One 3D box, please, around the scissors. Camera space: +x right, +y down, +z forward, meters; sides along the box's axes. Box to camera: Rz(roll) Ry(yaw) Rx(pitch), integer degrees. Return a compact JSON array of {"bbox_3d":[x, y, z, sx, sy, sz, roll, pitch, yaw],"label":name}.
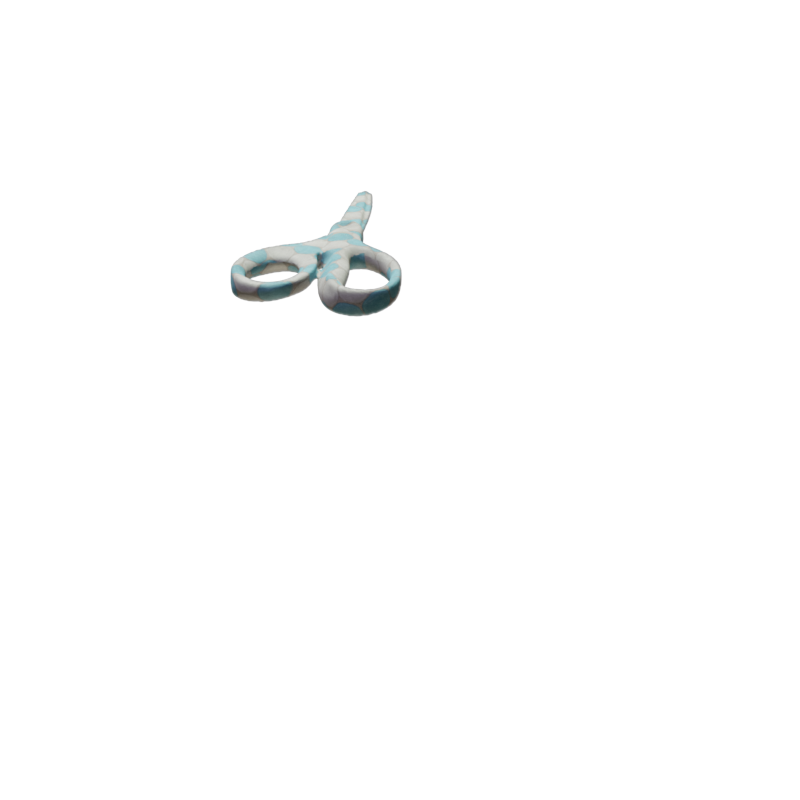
[{"bbox_3d":[-0.049,-0.089,0.625,0.095,0.015,0.213,-4,25,-8],"label":"scissors"}]
